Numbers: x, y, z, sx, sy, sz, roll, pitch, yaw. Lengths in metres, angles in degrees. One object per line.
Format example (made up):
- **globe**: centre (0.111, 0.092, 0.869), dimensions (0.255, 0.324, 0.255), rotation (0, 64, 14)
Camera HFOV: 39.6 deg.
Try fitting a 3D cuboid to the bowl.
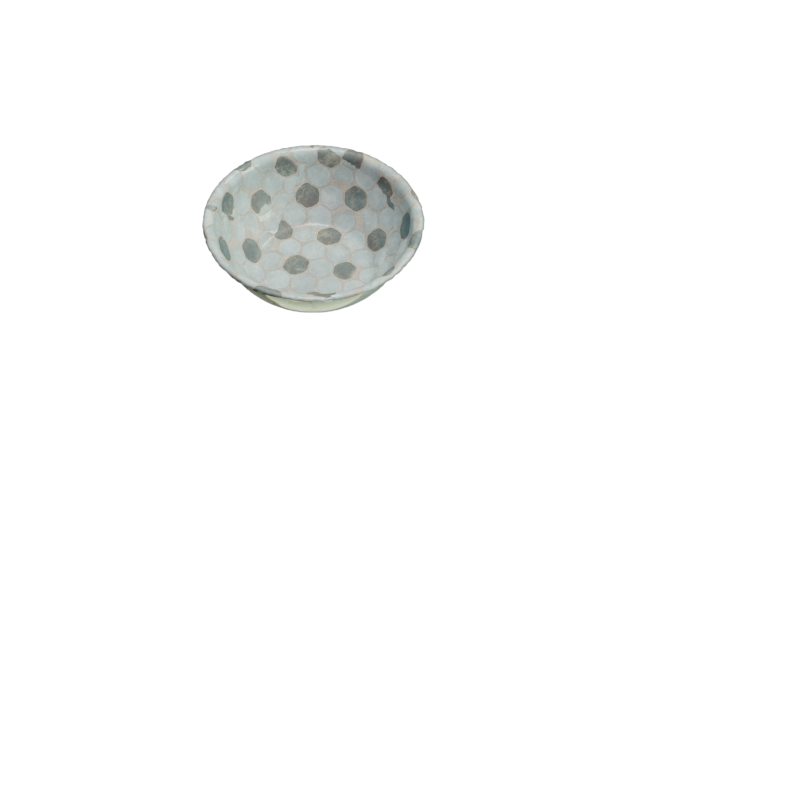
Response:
- **bowl**: centre (-0.065, -0.118, 0.826), dimensions (0.162, 0.174, 0.051), rotation (-1, -40, -1)
